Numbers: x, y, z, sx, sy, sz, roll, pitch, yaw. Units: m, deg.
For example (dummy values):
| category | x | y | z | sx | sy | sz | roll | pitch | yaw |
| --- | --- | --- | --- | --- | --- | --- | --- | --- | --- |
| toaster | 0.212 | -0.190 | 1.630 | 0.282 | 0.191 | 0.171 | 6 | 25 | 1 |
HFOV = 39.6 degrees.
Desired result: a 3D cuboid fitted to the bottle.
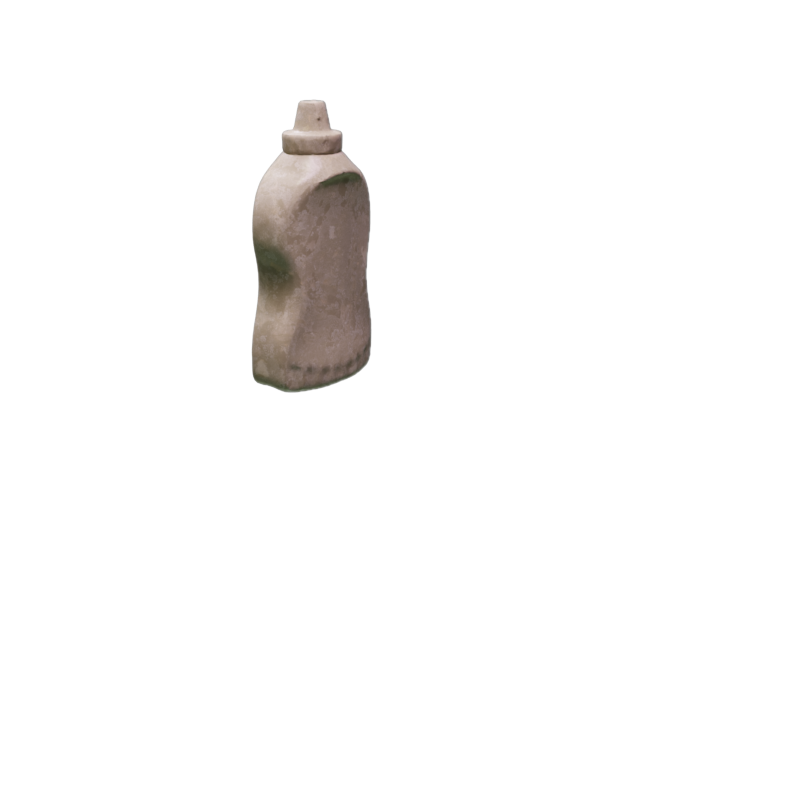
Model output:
| category | x | y | z | sx | sy | sz | roll | pitch | yaw |
| --- | --- | --- | --- | --- | --- | --- | --- | --- | --- |
| bottle | -0.060 | -0.108 | 0.757 | 0.061 | 0.185 | 0.094 | 13 | 19 | 39 |
